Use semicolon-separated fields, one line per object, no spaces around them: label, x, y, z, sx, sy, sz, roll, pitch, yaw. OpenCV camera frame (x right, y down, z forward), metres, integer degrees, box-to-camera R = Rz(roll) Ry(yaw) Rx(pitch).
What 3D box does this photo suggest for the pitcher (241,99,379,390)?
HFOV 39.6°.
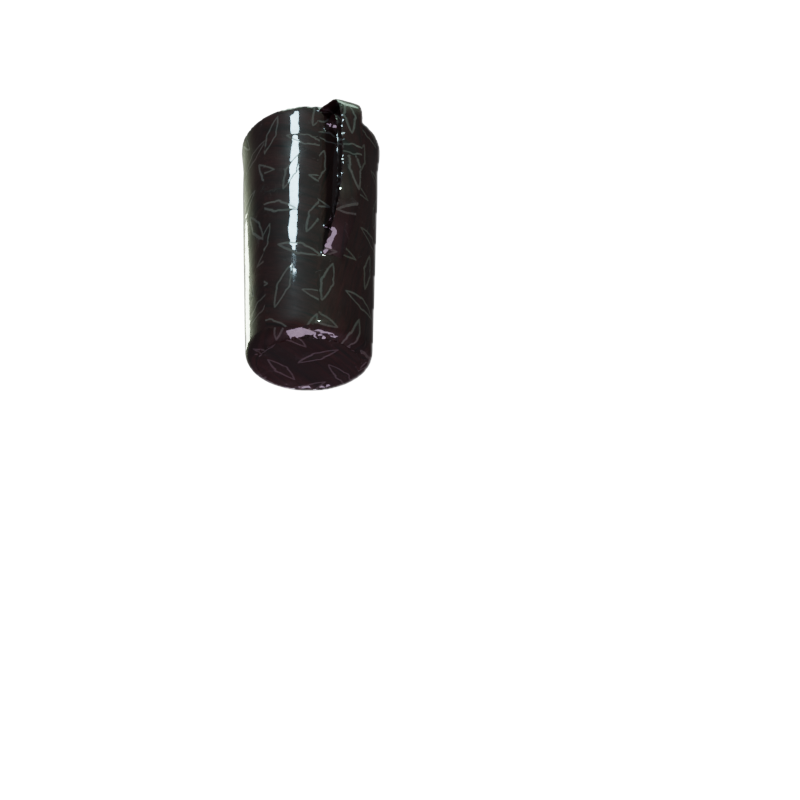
pitcher;-0.078;-0.142;0.993;0.146;0.260;0.138;-14;-35;17
